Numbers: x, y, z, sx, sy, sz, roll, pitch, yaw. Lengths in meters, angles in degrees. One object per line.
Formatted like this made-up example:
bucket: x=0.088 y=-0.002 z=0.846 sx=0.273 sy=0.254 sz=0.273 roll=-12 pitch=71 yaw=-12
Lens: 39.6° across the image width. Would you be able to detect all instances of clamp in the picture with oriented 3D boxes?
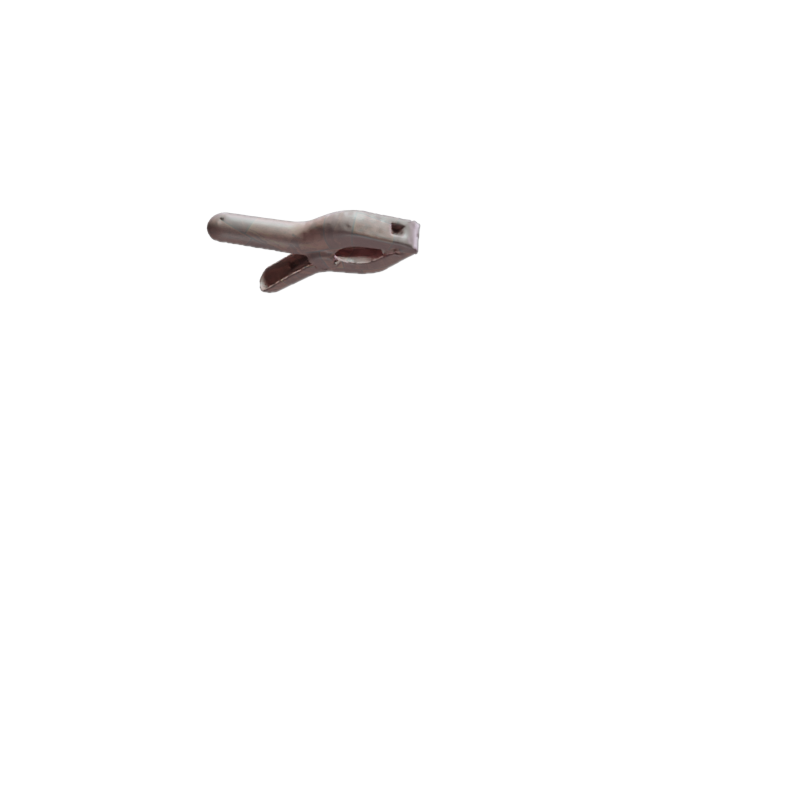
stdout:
clamp: x=-0.072 y=-0.131 z=0.921 sx=0.175 sy=0.041 sz=0.112 roll=-9 pitch=-19 yaw=27
